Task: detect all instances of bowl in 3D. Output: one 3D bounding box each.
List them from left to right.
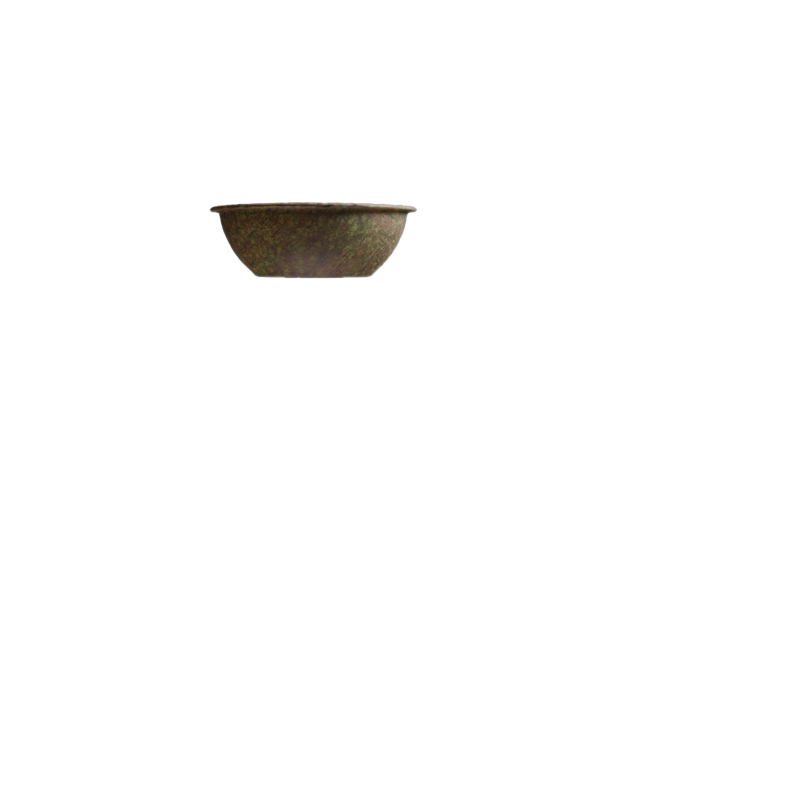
[{"bbox_3d":[-0.068,-0.124,0.868,0.162,0.055,0.164,0,7,-2],"label":"bowl"}]
